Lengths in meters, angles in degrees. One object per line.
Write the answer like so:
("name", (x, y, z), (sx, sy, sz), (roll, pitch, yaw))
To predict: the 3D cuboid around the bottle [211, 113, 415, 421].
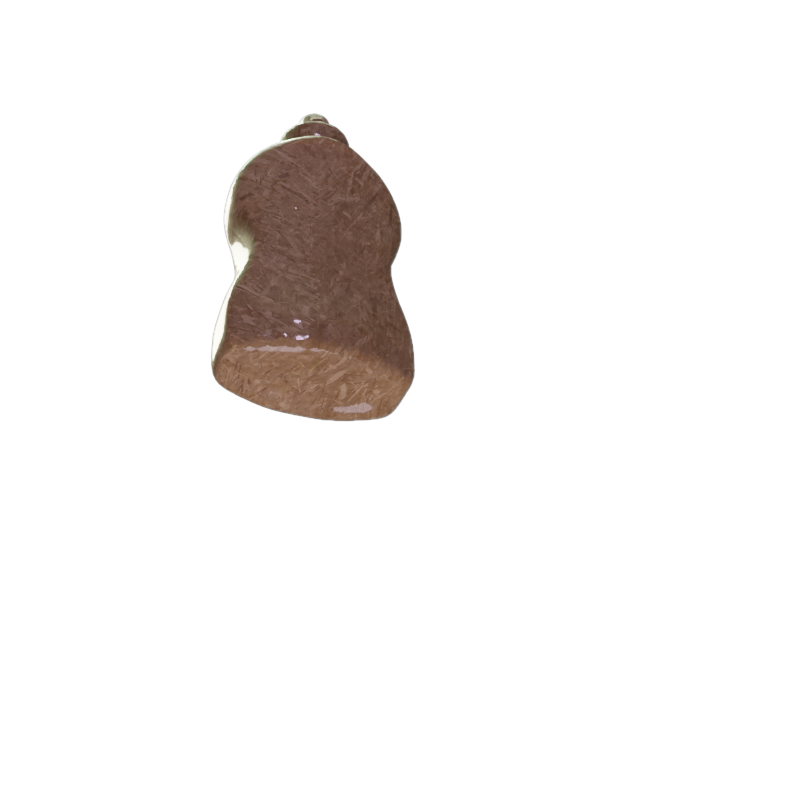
("bottle", (-0.046, -0.084, 0.587), (0.094, 0.206, 0.056), (10, -42, -15))
